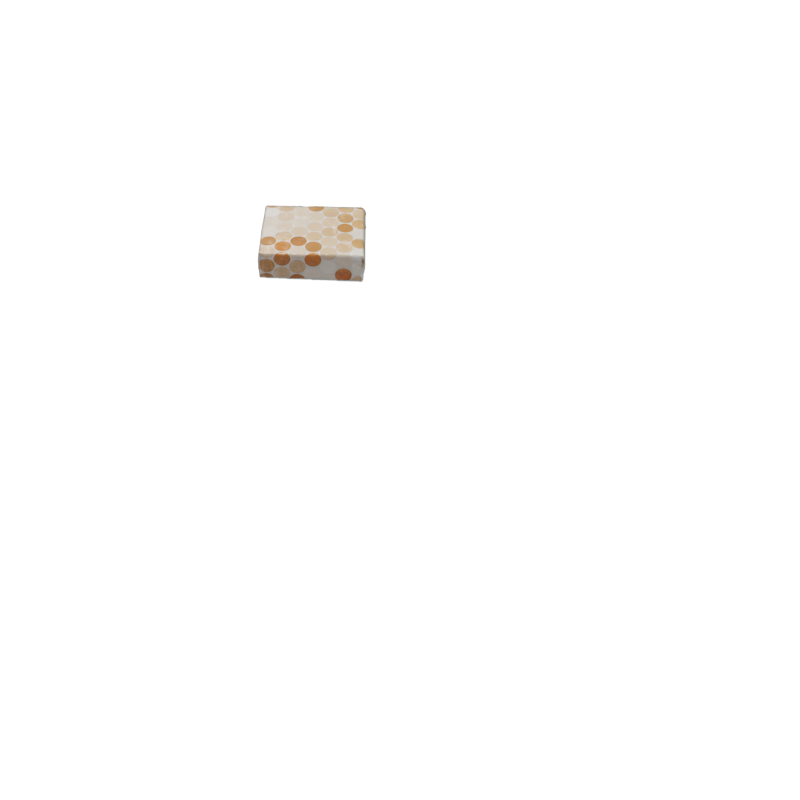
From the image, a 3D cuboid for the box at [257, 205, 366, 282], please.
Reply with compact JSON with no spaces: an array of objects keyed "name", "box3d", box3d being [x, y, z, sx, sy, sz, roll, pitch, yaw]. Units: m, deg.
[{"name":"box","box3d":[-0.074,-0.135,0.943,0.089,0.028,0.078,1,40,1]}]
